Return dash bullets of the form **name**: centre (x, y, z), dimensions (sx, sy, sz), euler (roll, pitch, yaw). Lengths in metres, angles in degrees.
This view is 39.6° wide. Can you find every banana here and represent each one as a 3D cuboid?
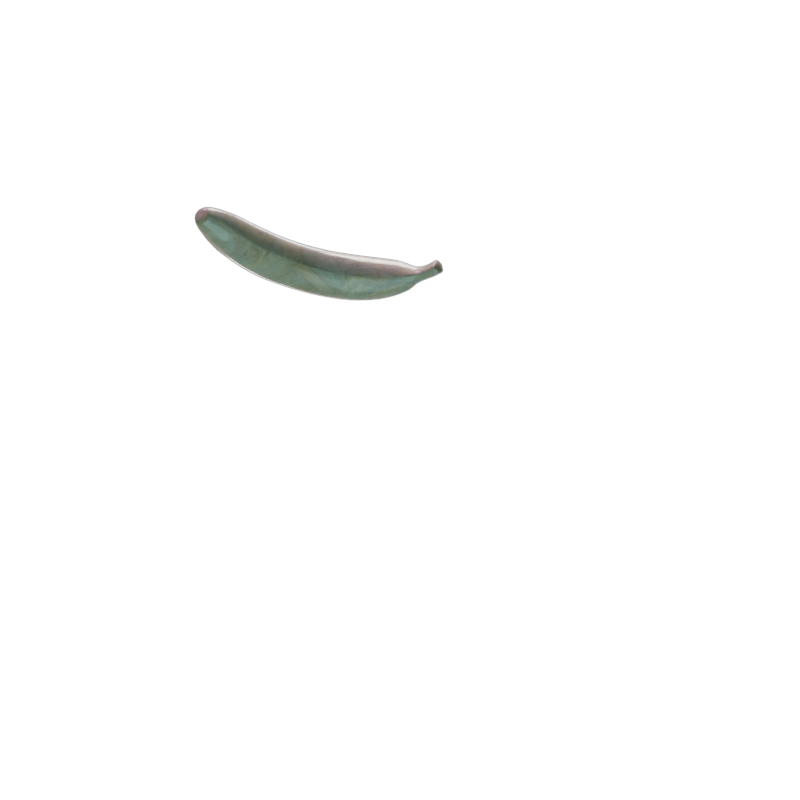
- **banana**: centre (-0.070, -0.113, 0.878), dimensions (0.193, 0.039, 0.066), euler (10, -39, -13)
